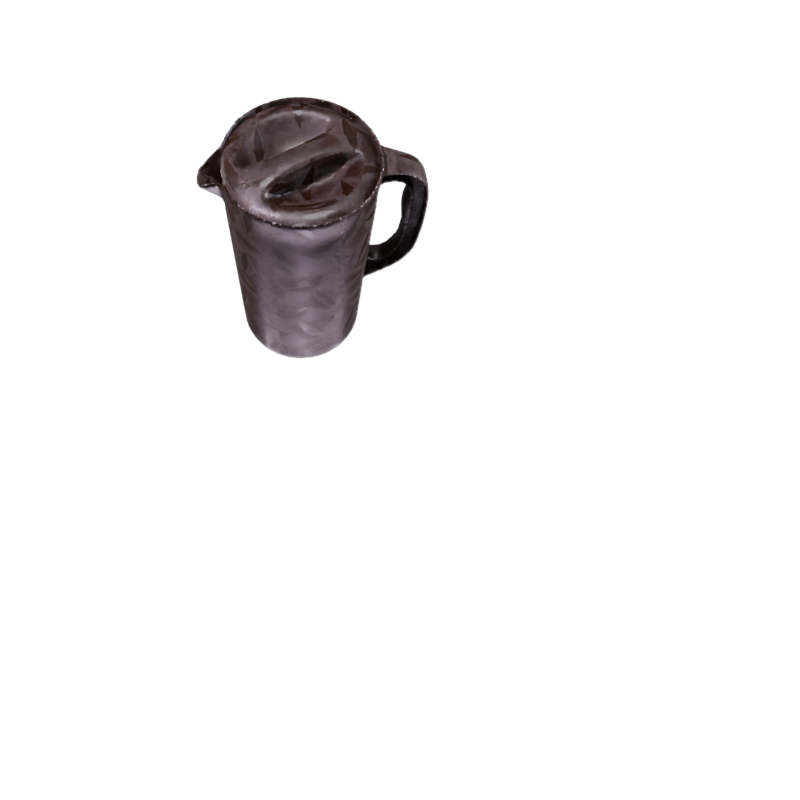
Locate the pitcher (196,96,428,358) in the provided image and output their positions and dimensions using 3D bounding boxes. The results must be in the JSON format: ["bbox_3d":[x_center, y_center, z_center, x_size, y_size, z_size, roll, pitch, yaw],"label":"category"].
[{"bbox_3d":[-0.076,-0.139,0.972,0.156,0.147,0.228,36,-26,16],"label":"pitcher"}]
